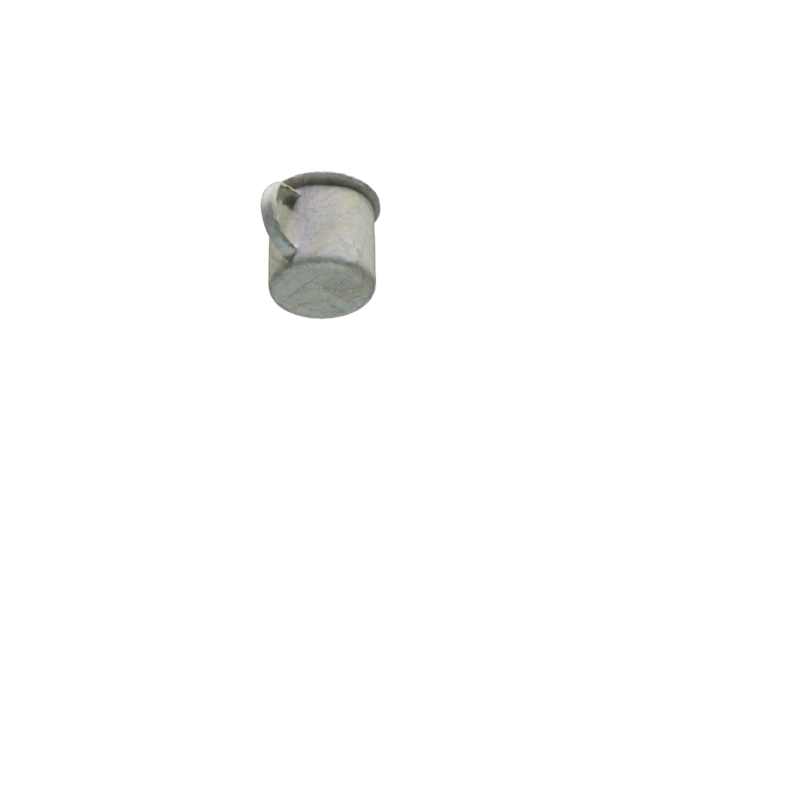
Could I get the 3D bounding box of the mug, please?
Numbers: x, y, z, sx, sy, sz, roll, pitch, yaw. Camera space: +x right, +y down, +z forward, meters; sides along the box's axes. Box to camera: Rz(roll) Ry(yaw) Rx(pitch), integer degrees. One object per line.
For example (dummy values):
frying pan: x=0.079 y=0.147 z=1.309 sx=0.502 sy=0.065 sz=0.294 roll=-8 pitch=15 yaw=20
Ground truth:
mug: x=-0.066 y=-0.121 z=0.845 sx=0.094 sy=0.087 sz=0.108 roll=-18 pitch=-35 yaw=26
